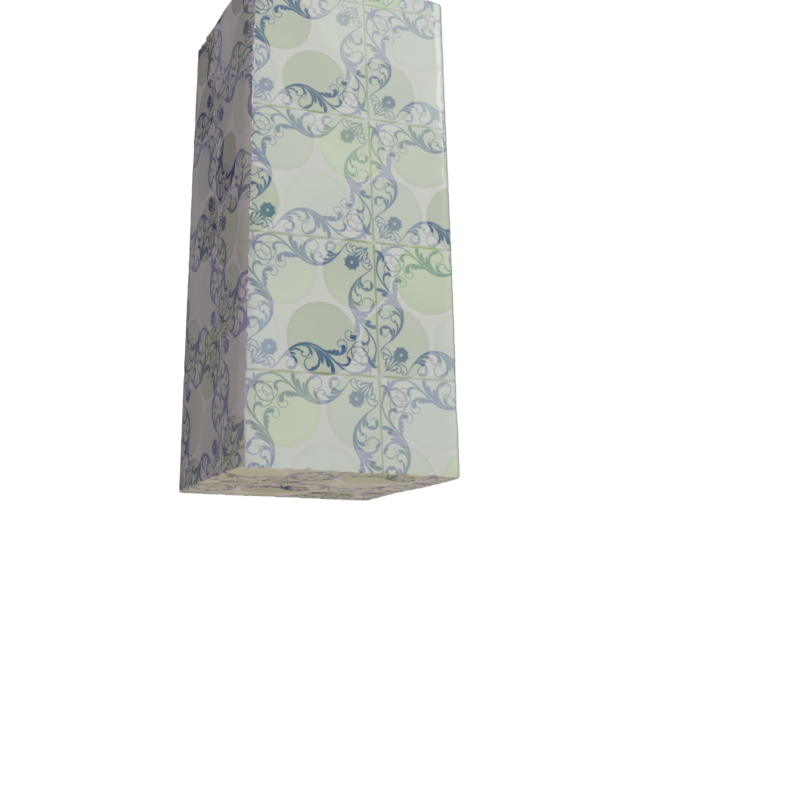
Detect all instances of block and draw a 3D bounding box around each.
[{"bbox_3d":[-0.037,-0.068,0.476,0.088,0.215,0.089,6,-19,-23],"label":"block"}]
